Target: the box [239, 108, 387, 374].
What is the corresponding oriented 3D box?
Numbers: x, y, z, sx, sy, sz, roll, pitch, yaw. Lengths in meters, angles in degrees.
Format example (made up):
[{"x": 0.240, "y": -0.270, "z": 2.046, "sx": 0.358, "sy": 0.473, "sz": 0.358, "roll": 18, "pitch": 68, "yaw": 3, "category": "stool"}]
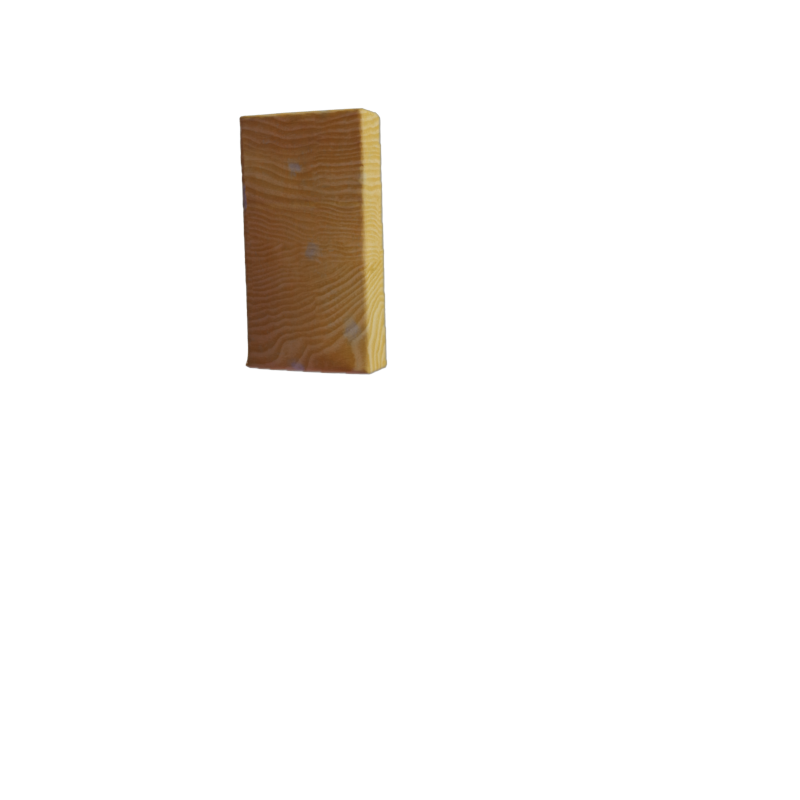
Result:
[{"x": -0.059, "y": -0.109, "z": 0.760, "sx": 0.096, "sy": 0.176, "sz": 0.047, "roll": 0, "pitch": 0, "yaw": 21, "category": "box"}]
